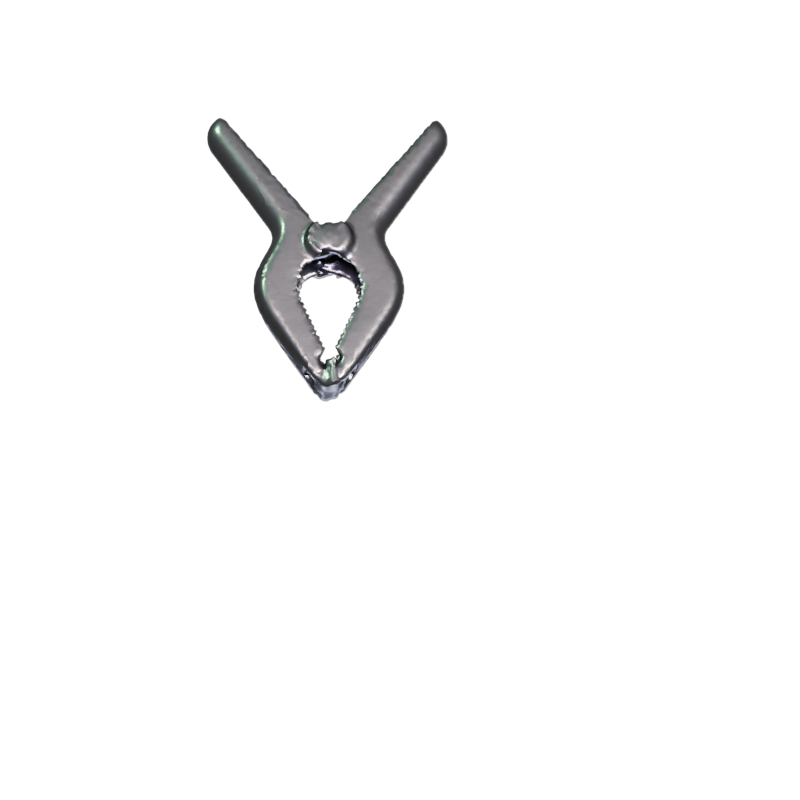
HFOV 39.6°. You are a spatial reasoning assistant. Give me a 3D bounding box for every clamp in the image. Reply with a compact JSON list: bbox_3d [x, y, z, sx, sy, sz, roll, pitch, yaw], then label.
[{"bbox_3d":[-0.057,-0.103,0.722,0.165,0.222,0.034,5,-29,2],"label":"clamp"}]
